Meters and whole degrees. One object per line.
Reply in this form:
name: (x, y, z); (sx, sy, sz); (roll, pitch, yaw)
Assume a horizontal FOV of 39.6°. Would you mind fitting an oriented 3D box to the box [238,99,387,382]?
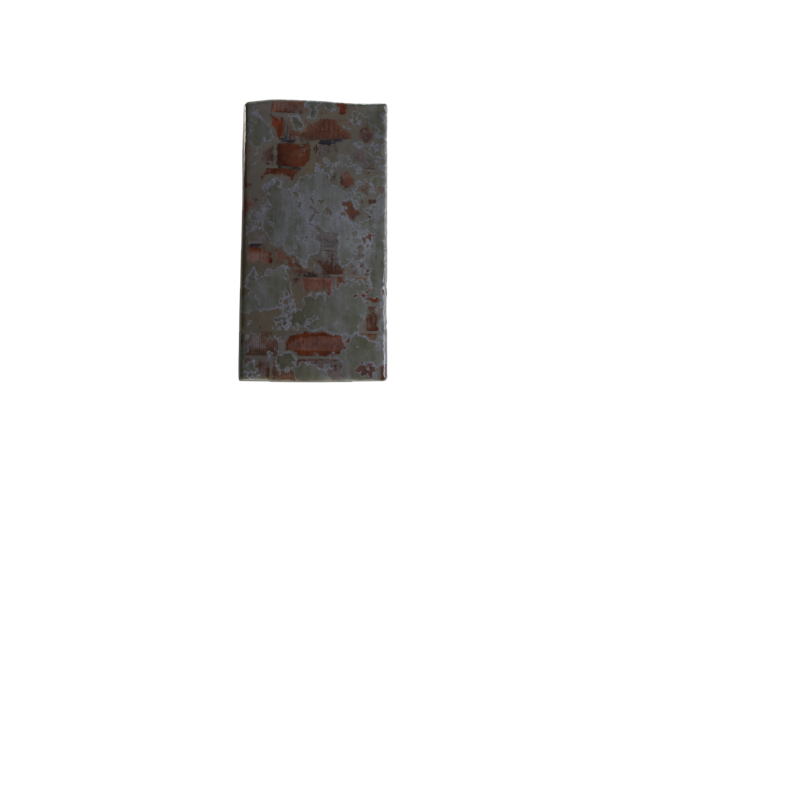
box: (-0.055, -0.100, 0.702); (0.093, 0.179, 0.048); (0, -5, -6)
